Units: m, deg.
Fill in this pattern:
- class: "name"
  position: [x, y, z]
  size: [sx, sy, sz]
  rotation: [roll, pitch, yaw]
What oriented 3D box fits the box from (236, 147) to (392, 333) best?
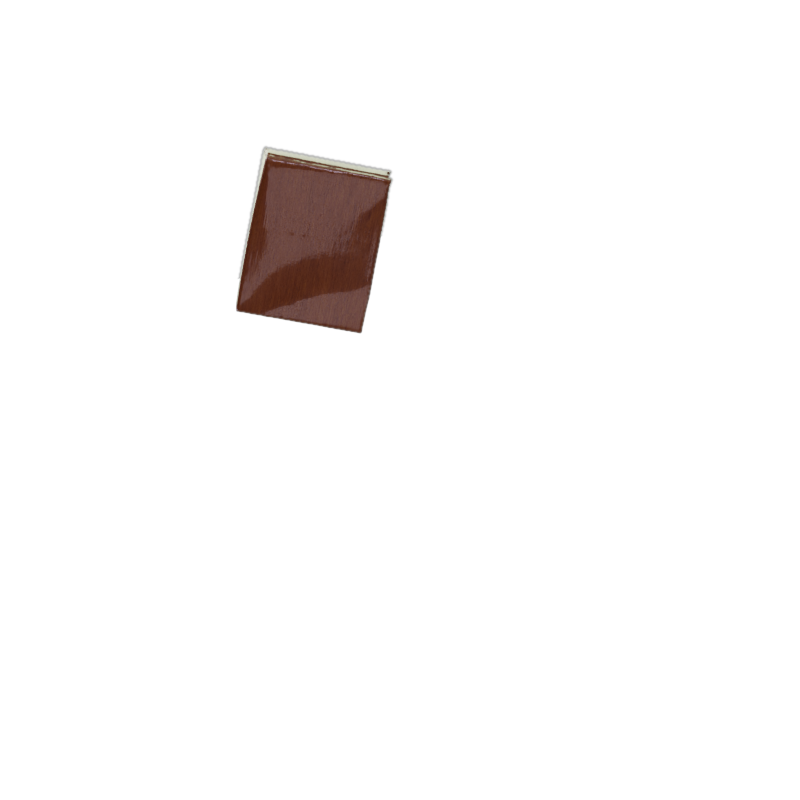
- class: "box"
  position: [-0.059, -0.108, 0.758]
  size: [0.089, 0.110, 0.041]
  rotation: [11, 18, -4]
